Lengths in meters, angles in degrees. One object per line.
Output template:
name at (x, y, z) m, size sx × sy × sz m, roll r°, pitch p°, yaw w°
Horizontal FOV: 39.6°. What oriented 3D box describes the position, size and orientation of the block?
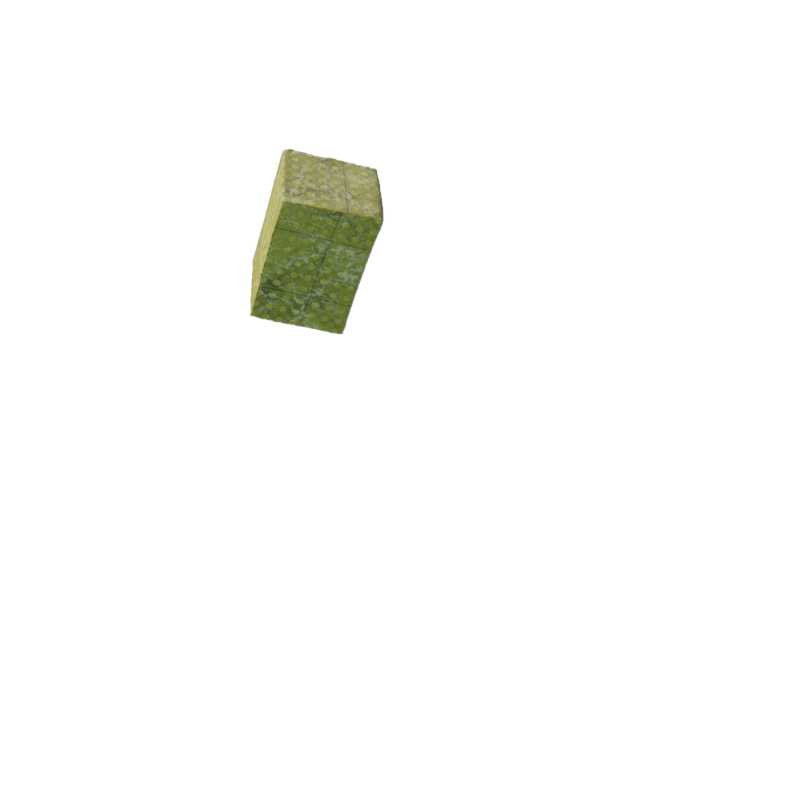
block at (-0.045, -0.083, 0.578) m, size 0.052 × 0.074 × 0.055 m, roll 12°, pitch 39°, yaw -12°
